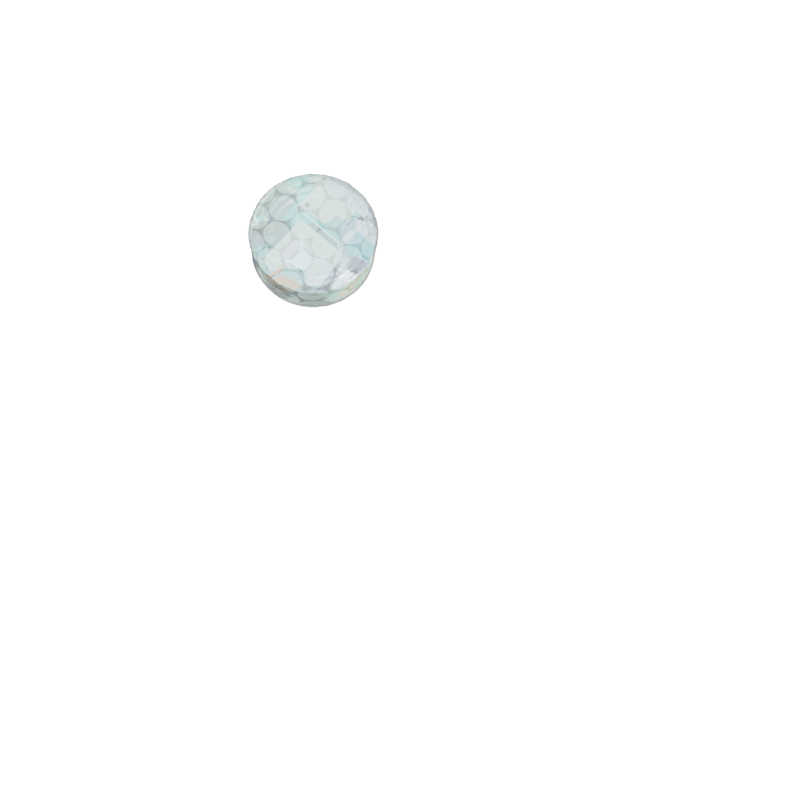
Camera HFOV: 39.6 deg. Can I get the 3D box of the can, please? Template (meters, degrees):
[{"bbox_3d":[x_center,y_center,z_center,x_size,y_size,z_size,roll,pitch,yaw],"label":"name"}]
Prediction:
[{"bbox_3d":[-0.058,-0.107,0.746,0.086,0.090,0.032,-1,-21,-1],"label":"can"}]
